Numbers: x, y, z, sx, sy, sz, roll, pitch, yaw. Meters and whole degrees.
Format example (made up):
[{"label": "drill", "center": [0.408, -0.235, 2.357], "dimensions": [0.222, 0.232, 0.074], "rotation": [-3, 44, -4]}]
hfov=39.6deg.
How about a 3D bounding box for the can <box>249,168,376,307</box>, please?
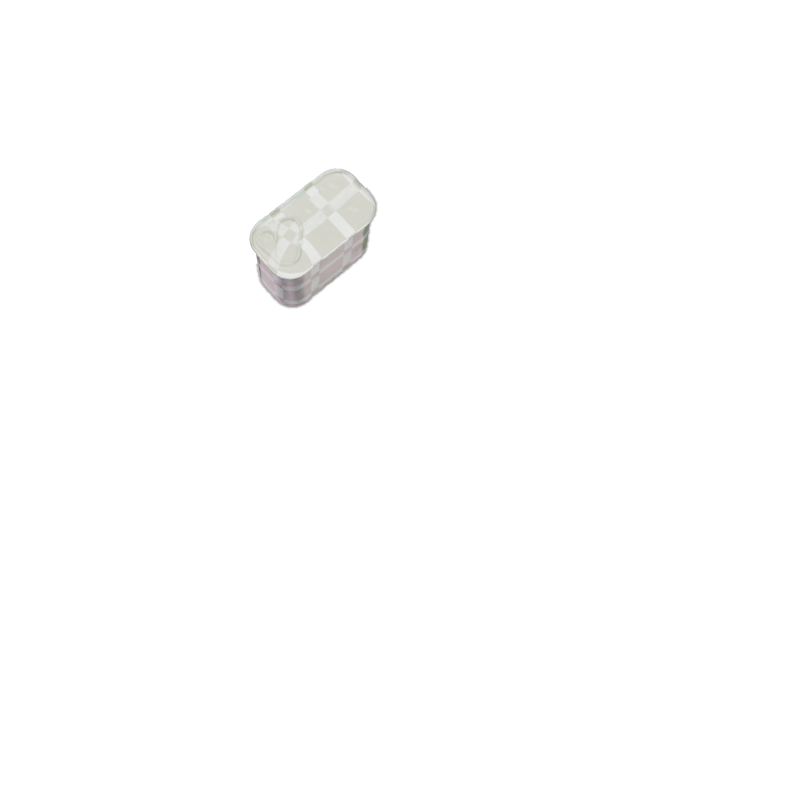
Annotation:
[{"label": "can", "center": [-0.071, -0.129, 0.906], "dimensions": [0.102, 0.060, 0.080], "rotation": [-40, -11, -13]}]
